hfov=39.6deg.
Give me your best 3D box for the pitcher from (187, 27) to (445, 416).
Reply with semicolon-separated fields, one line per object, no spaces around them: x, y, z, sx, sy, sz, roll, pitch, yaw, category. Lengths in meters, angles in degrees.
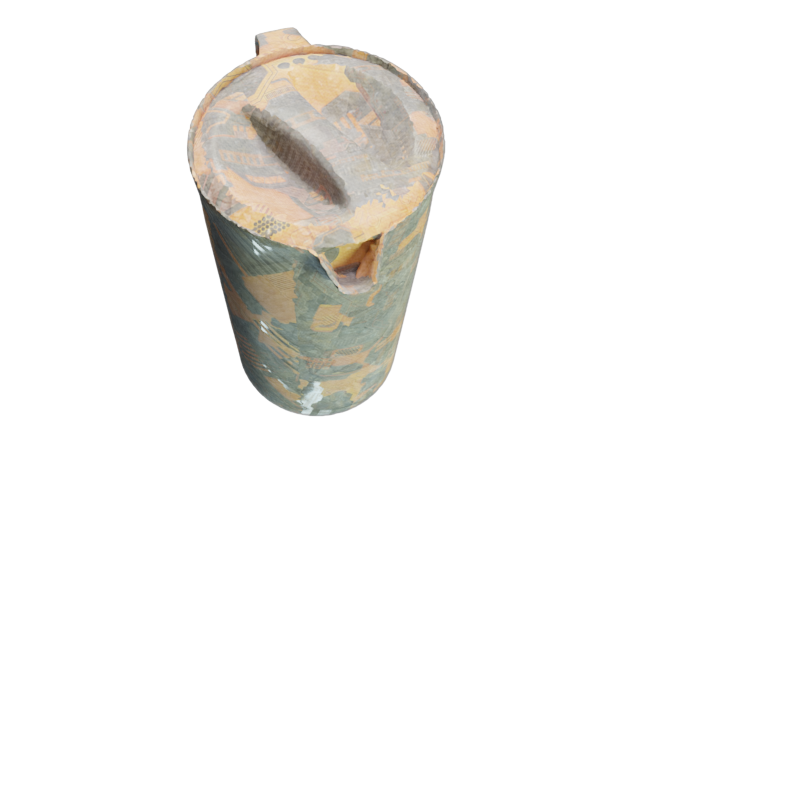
-0.053;-0.096;0.672;0.149;0.154;0.229;26;-26;10;pitcher
